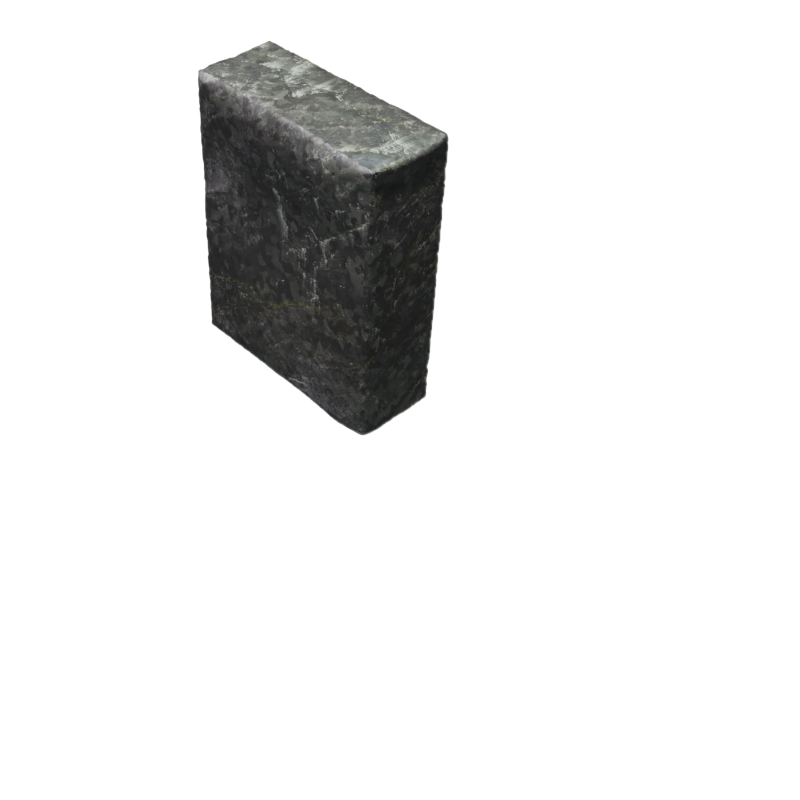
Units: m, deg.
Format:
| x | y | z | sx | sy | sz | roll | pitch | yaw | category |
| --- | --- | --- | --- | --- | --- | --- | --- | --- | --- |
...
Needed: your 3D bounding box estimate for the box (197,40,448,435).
| x | y | z | sx | sy | sz | roll | pitch | yaw | category |
| --- | --- | --- | --- | --- | --- | --- | --- | --- | --- |
| -0.057 | -0.104 | 0.731 | 0.072 | 0.199 | 0.176 | -30 | 50 | -33 | box |
